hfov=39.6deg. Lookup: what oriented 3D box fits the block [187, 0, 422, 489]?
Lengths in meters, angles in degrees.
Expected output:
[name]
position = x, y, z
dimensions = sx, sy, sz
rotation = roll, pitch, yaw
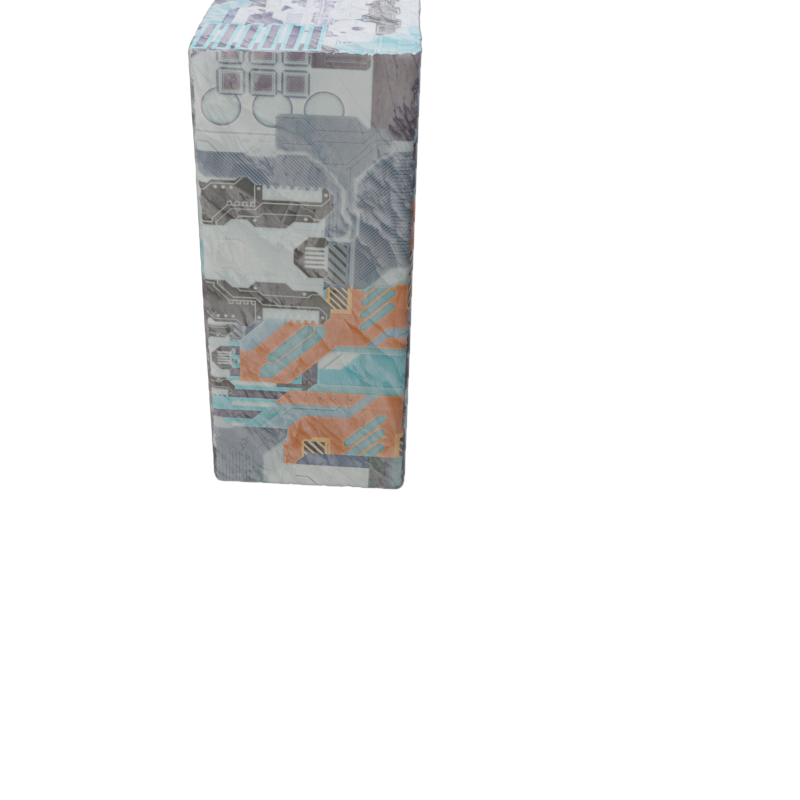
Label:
[block]
position = -0.039, -0.071, 0.498
dimensions = 0.091, 0.194, 0.095
rotation = 3, 30, 1
